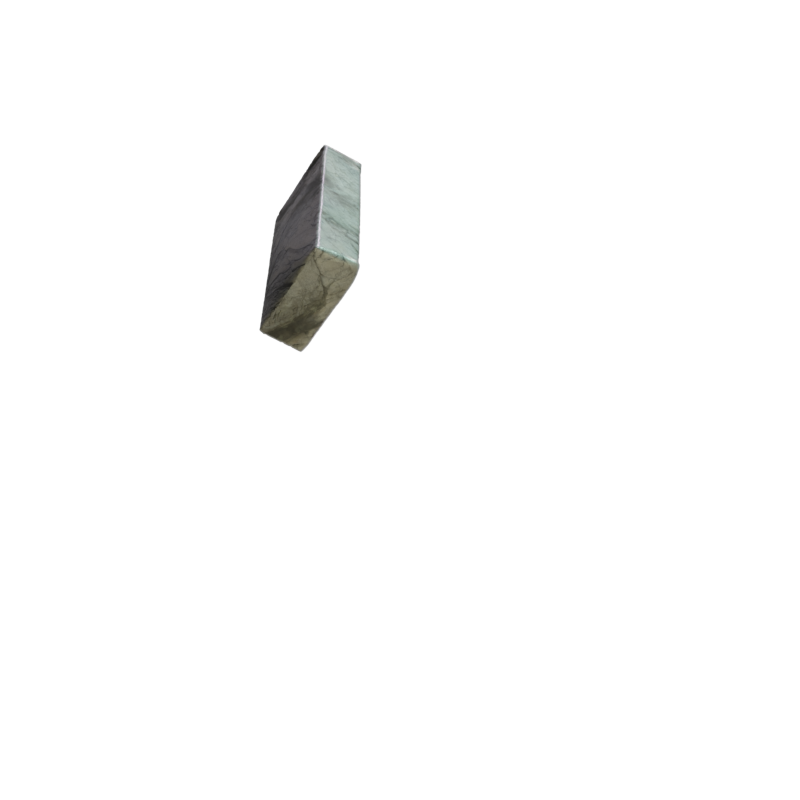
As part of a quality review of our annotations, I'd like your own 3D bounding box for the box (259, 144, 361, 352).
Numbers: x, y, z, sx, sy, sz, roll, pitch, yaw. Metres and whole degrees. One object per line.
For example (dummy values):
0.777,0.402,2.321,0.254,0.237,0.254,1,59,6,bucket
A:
-0.072,-0.131,0.915,0.046,0.091,0.188,26,31,-21,box
